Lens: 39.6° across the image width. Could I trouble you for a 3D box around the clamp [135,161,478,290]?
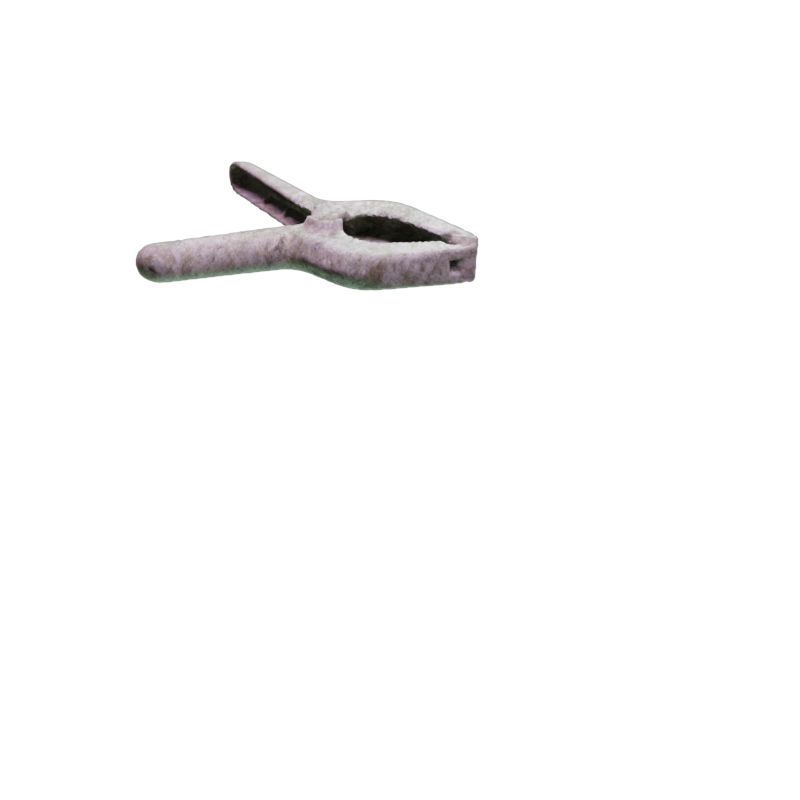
[{"bbox_3d":[-0.057,-0.104,0.727,0.218,0.034,0.169,14,36,20],"label":"clamp"}]
